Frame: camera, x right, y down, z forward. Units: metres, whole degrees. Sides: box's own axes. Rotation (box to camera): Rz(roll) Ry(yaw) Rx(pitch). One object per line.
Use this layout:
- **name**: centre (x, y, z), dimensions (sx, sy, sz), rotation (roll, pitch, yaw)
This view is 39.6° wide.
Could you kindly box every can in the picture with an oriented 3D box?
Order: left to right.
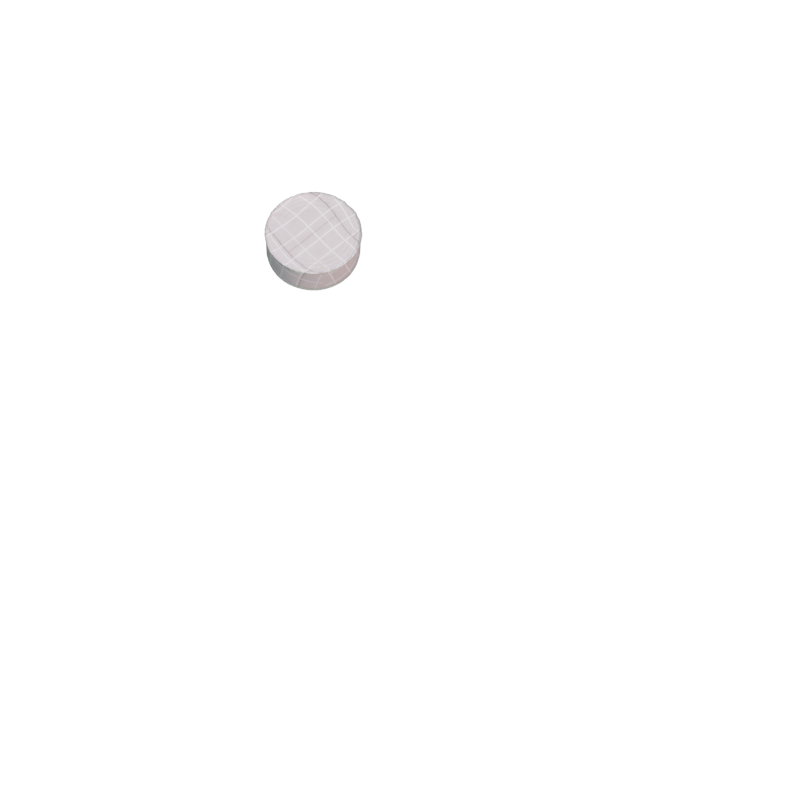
- **can**: centre (-0.077, -0.141, 0.987), dimensions (0.086, 0.092, 0.031), rotation (-1, -31, -1)
